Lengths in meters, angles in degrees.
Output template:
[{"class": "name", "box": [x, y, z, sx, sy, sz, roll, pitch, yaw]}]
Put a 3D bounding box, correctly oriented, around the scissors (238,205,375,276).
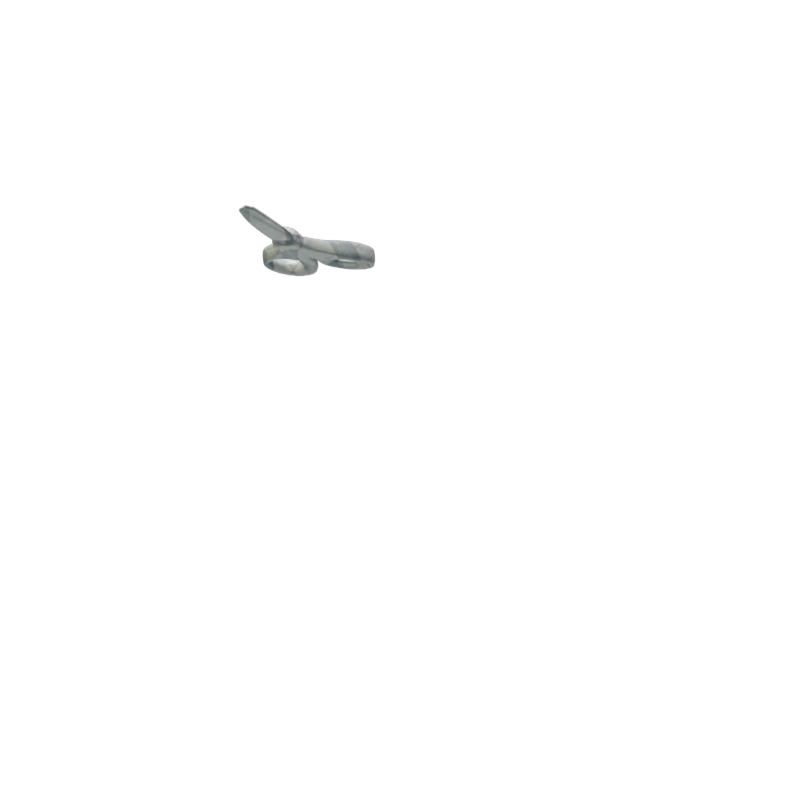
[{"class": "scissors", "box": [-0.063, -0.114, 0.799, 0.096, 0.016, 0.198, 0, -4, -4]}]
